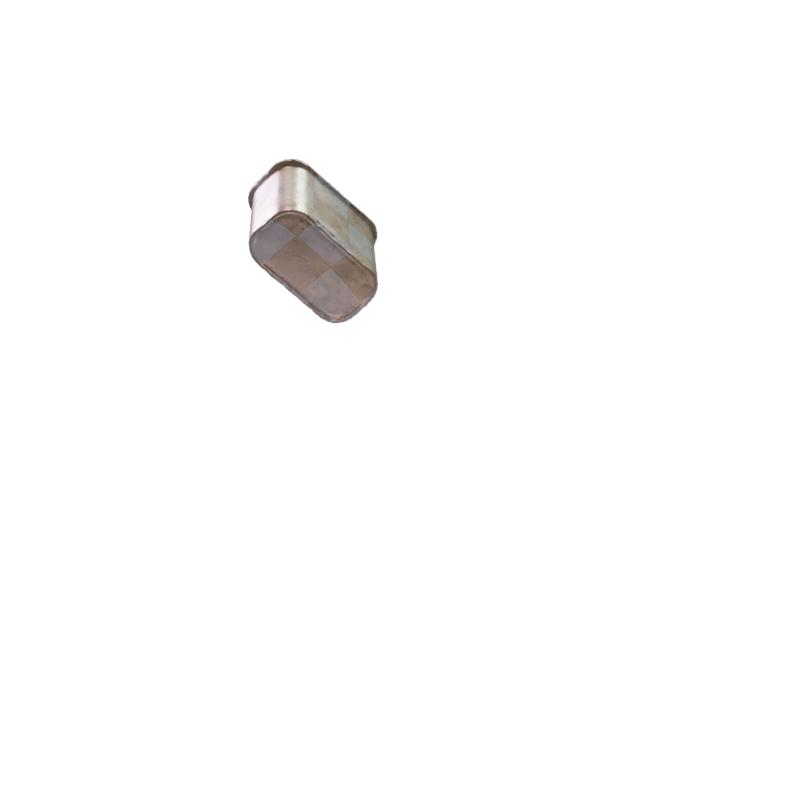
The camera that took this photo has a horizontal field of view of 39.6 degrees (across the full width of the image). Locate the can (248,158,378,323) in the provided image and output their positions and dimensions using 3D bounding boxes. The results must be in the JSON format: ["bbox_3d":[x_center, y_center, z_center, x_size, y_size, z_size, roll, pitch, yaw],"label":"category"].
[{"bbox_3d":[-0.063,-0.115,0.802,0.097,0.057,0.089,39,22,-22],"label":"can"}]
